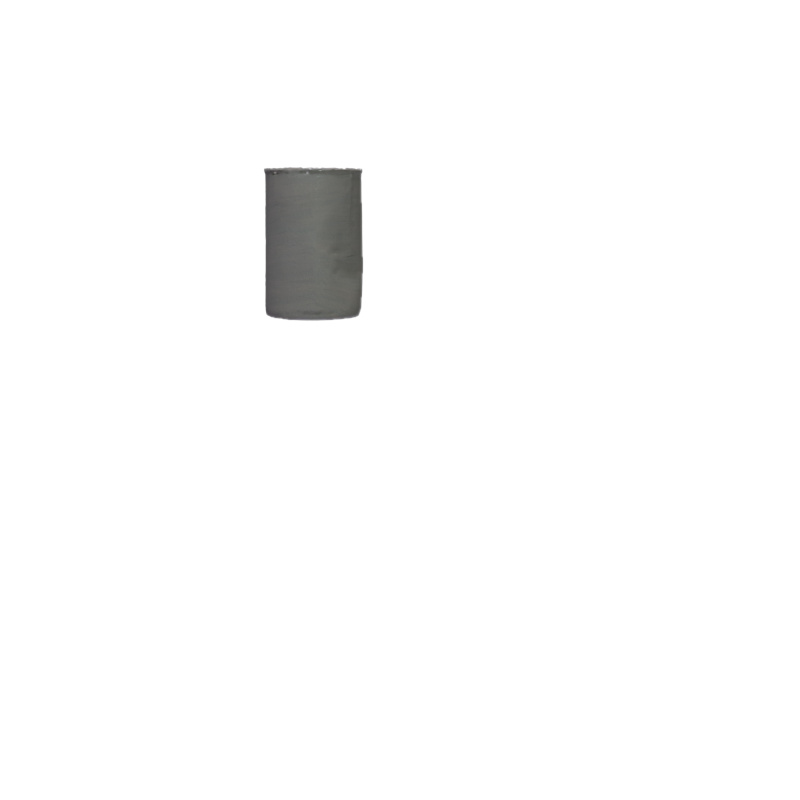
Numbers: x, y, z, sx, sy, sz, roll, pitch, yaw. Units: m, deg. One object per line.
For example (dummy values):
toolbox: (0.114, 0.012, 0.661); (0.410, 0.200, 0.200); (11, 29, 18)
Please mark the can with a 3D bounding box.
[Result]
can: (-0.060, -0.110, 0.767); (0.068, 0.101, 0.069); (0, 6, -2)
